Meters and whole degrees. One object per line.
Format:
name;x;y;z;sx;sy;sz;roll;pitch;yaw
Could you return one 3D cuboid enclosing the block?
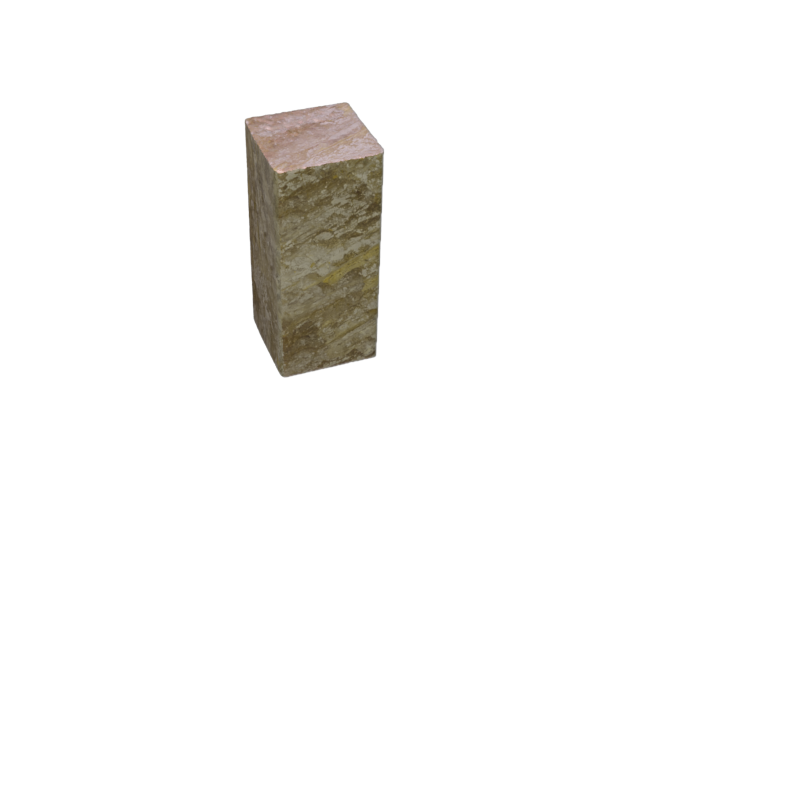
block;-0.072;-0.131;0.924;0.089;0.193;0.098;-11;41;-17
